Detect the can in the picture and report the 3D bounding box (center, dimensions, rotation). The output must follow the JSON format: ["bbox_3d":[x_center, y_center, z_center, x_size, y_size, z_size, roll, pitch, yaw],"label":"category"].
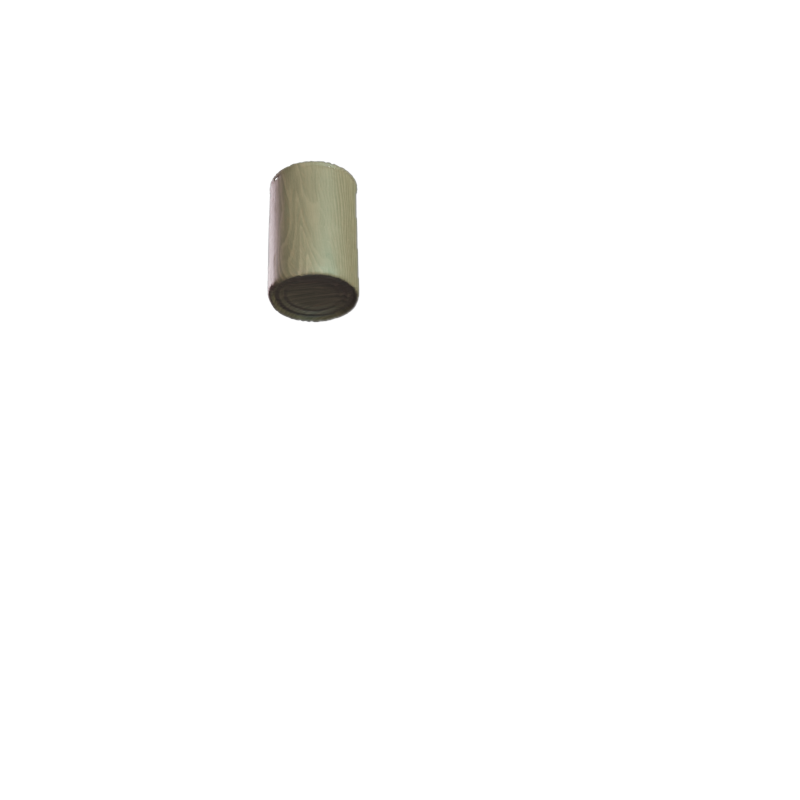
[{"bbox_3d":[-0.065,-0.118,0.828,0.068,0.109,0.064,-1,-33,-2],"label":"can"}]
